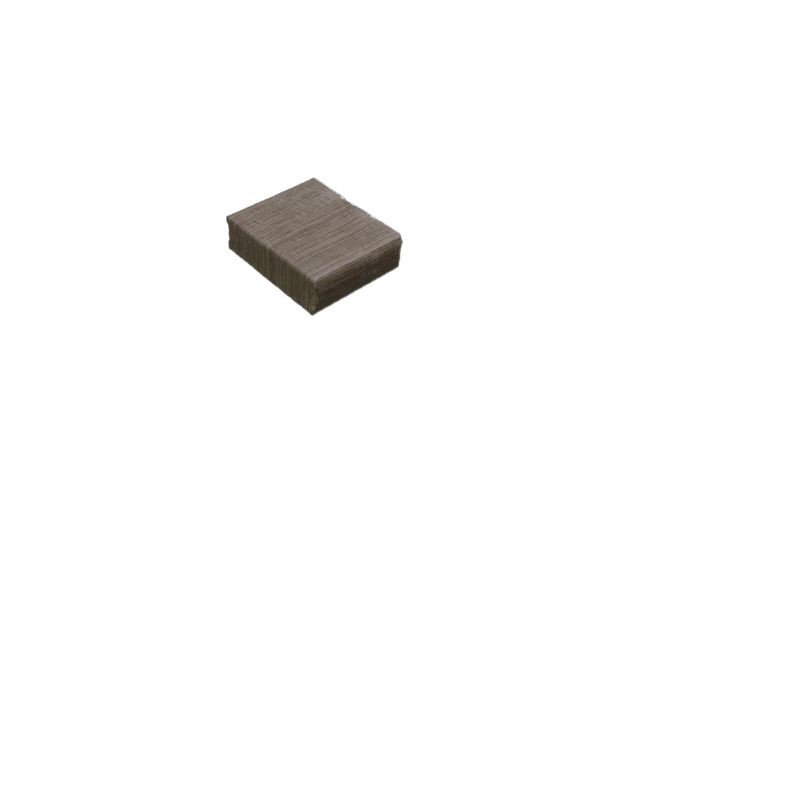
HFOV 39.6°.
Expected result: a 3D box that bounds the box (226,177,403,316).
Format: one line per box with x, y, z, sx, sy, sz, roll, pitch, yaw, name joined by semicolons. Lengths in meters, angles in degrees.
-0.055;-0.100;0.701;0.073;0.028;0.096;-29;49;-30;box
